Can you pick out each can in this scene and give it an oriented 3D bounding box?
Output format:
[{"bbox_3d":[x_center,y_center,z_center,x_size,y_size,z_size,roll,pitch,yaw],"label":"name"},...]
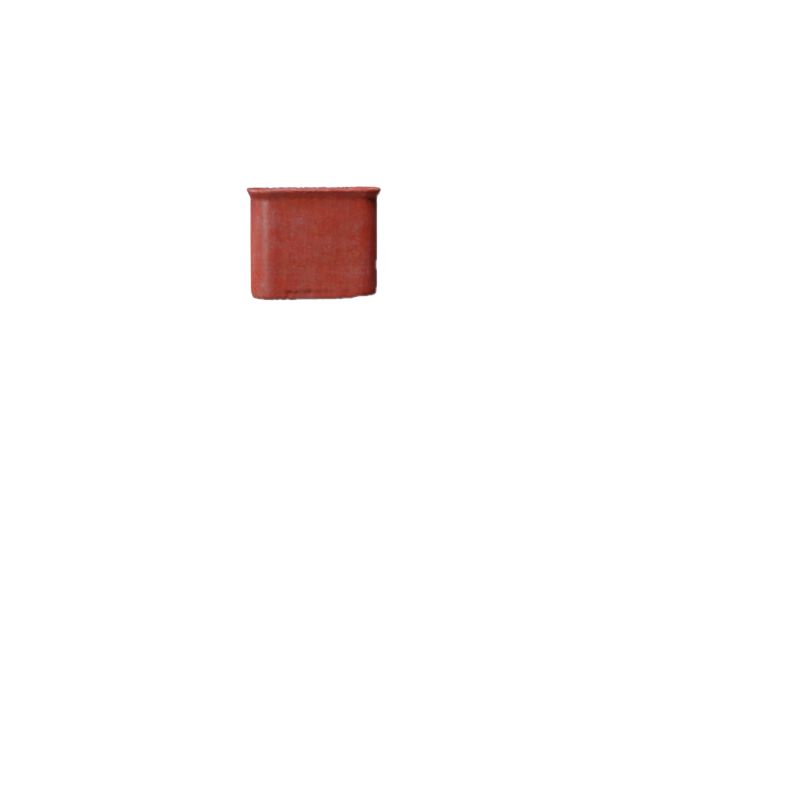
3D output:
[{"bbox_3d":[-0.067,-0.122,0.855,0.101,0.083,0.059,-1,7,-7],"label":"can"}]
